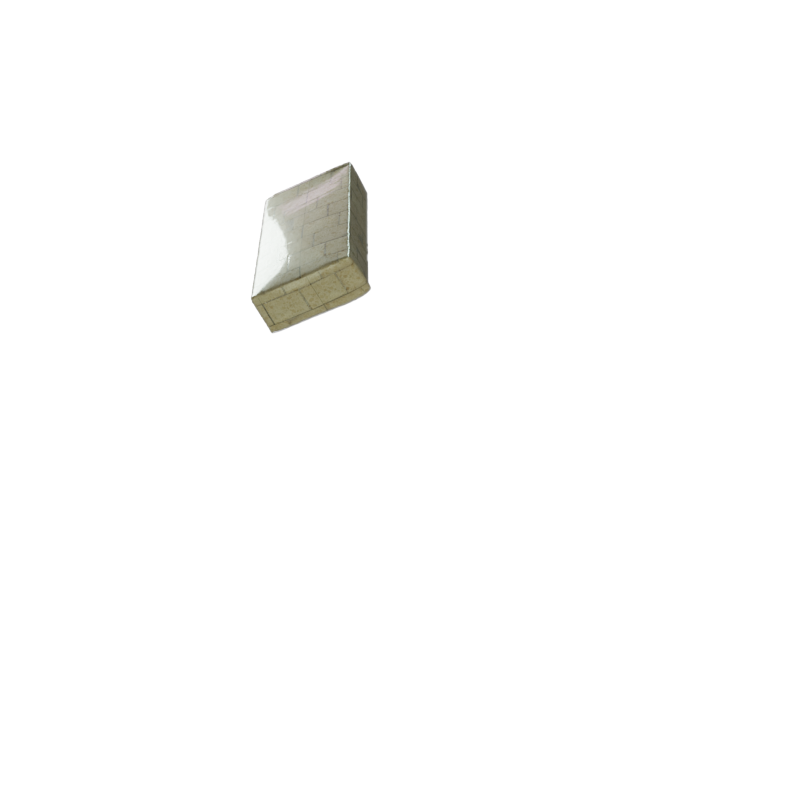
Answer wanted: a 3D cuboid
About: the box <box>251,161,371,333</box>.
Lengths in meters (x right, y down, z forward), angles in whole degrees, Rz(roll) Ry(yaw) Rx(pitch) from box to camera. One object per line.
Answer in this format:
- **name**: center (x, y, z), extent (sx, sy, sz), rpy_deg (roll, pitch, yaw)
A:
- **box**: center (-0.076, -0.138, 0.967), extent (0.094, 0.045, 0.188), rpy_deg (-22, 35, 13)
